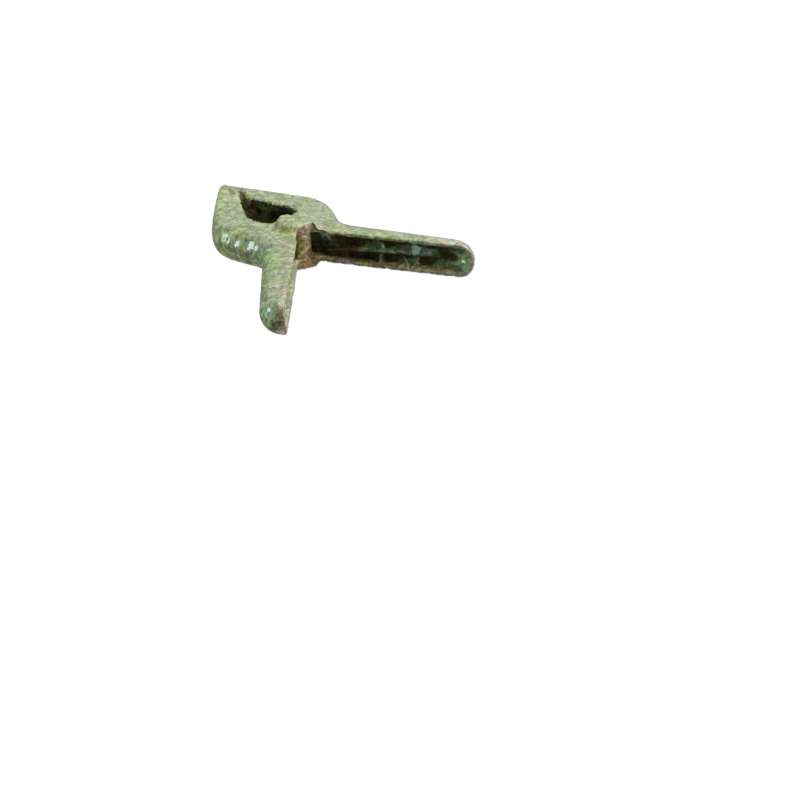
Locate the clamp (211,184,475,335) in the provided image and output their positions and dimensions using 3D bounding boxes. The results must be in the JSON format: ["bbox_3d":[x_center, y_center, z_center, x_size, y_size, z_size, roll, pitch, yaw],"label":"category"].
[{"bbox_3d":[-0.062,-0.112,0.788,0.162,0.034,0.226,-15,32,-25],"label":"clamp"}]
